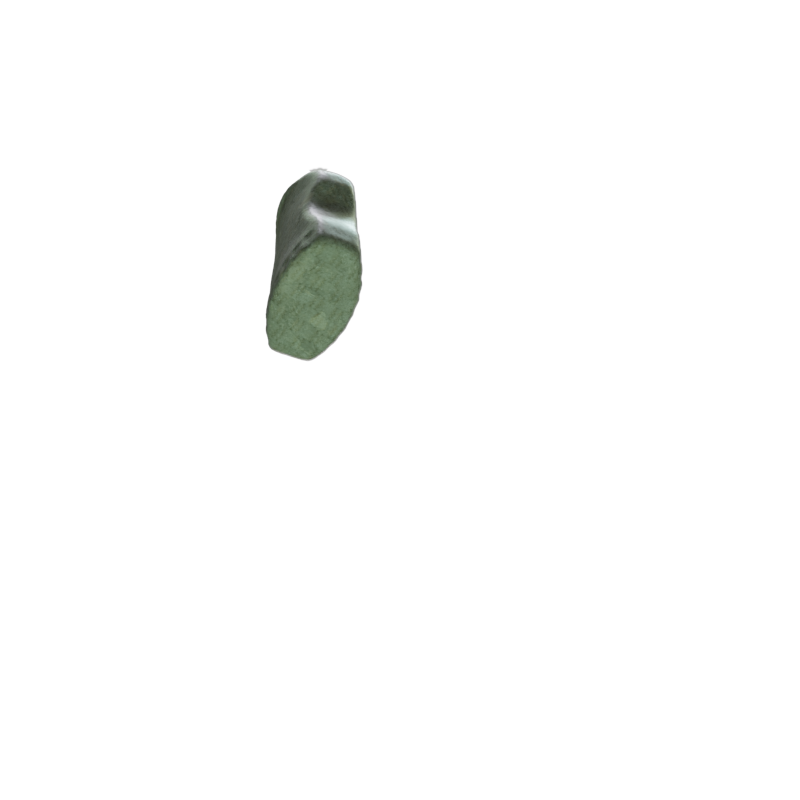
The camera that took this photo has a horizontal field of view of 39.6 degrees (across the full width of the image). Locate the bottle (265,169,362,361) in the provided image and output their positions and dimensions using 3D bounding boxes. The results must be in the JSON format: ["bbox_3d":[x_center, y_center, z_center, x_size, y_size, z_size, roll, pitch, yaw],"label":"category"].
[{"bbox_3d":[-0.064,-0.118,0.826,0.057,0.092,0.204,17,29,-14],"label":"bottle"}]
